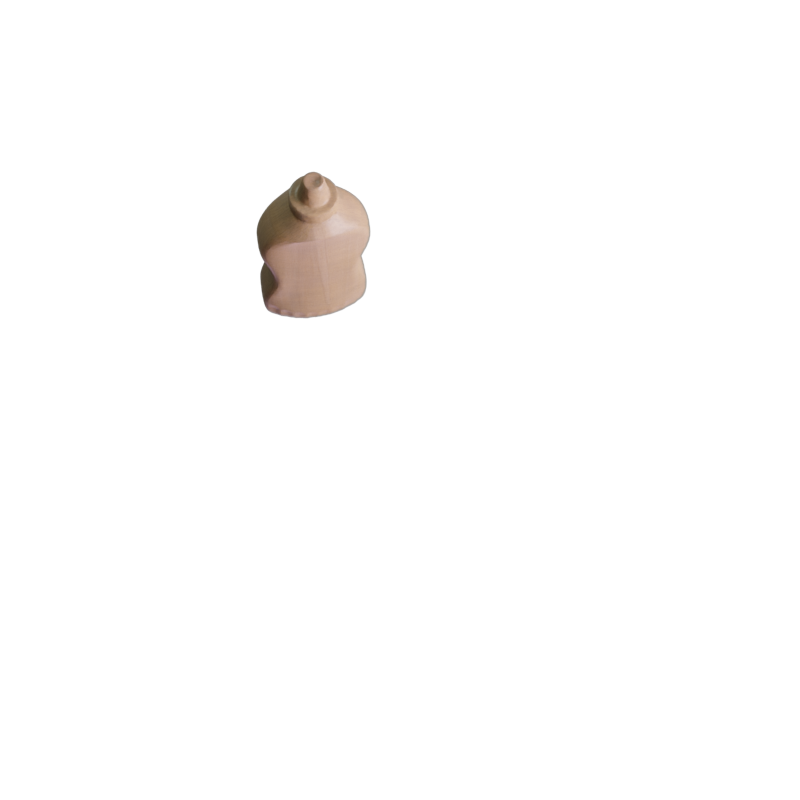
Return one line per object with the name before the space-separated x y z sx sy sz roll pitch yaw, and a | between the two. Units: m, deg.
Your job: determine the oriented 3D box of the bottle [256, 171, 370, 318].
bottle | -0.075 -0.137 0.953 0.095 0.062 0.181 -7 -22 -7
